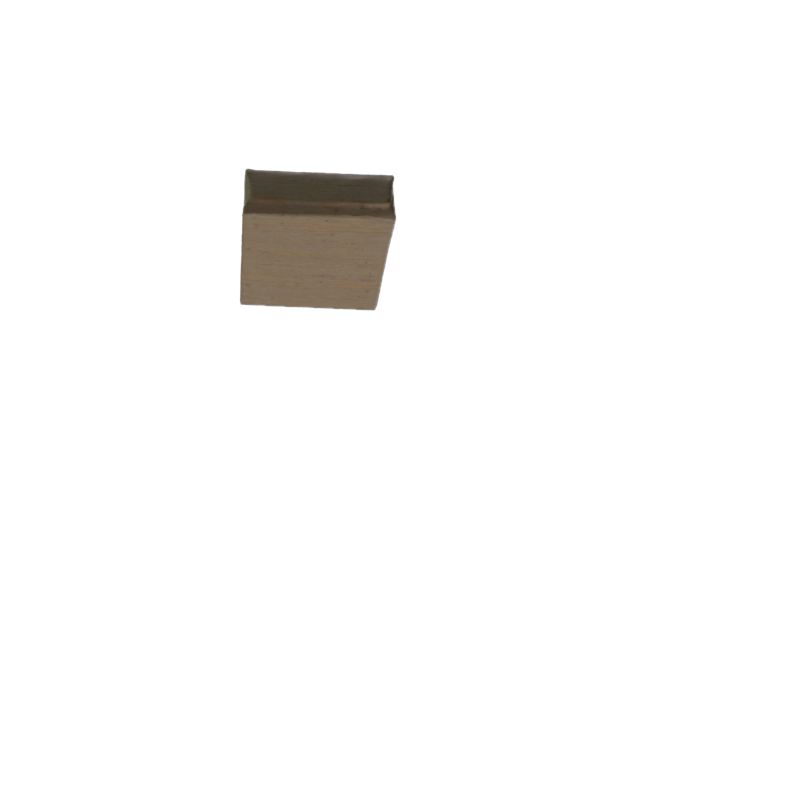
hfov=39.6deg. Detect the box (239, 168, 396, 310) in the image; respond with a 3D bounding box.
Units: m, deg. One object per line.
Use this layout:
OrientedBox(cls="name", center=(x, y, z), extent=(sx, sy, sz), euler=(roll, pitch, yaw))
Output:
OrientedBox(cls="box", center=(-0.044, -0.080, 0.559), extent=(0.073, 0.032, 0.084), euler=(2, -28, -5))
